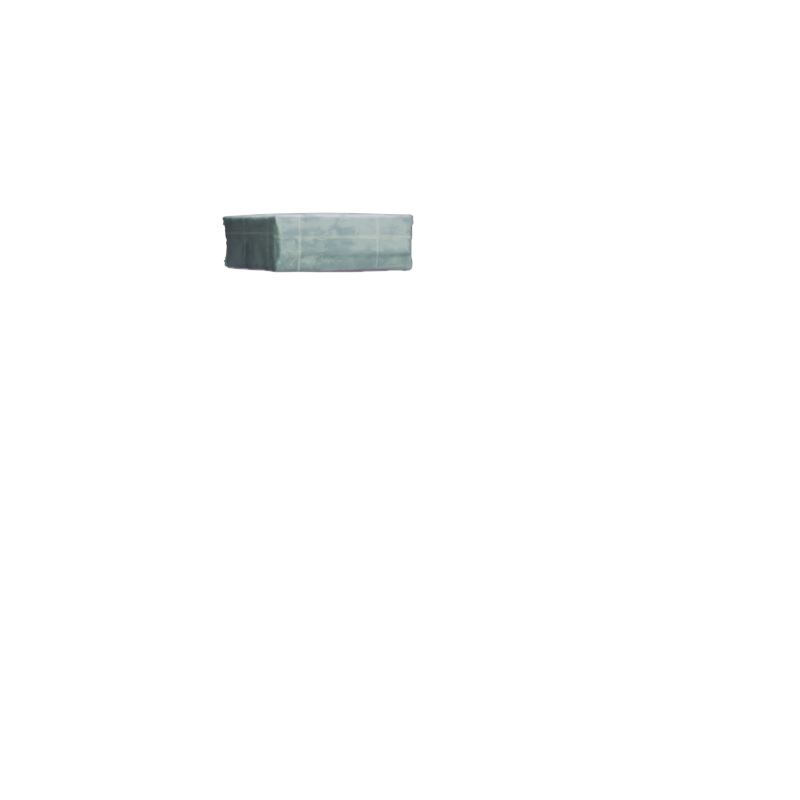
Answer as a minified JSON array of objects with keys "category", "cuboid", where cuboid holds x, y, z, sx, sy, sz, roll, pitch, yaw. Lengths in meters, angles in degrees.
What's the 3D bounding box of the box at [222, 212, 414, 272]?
[{"category":"box","cuboid":[-0.055,-0.100,0.703,0.087,0.039,0.117,-2,6,-23]}]
